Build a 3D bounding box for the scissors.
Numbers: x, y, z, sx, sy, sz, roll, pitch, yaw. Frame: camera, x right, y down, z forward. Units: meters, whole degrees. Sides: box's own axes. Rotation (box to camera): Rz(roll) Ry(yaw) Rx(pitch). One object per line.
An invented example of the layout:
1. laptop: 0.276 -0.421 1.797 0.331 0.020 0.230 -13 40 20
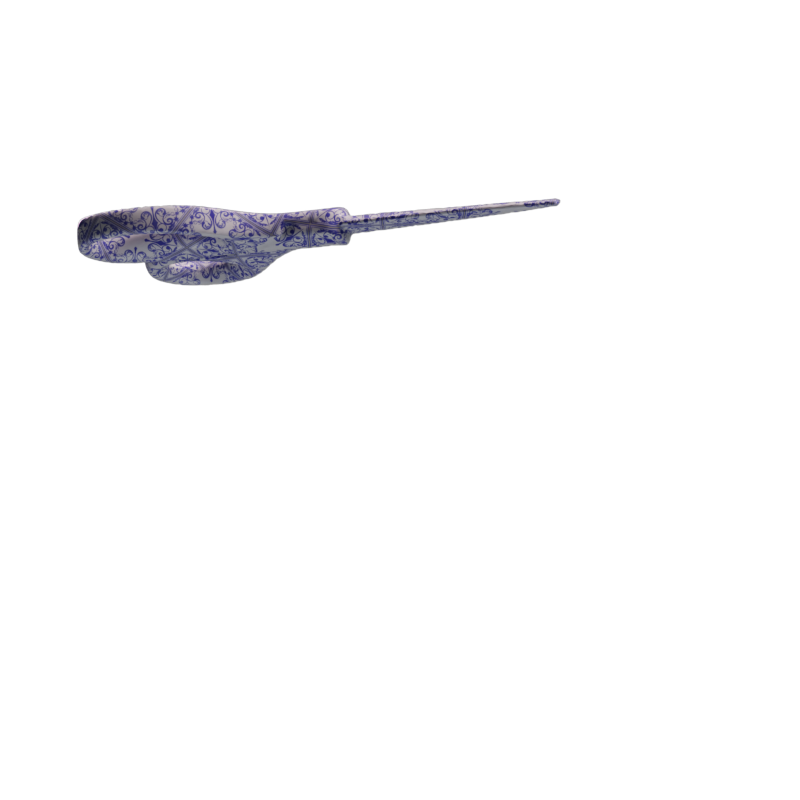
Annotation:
1. scissors: -0.038 -0.069 0.486 0.203 0.016 0.093 -1 -9 4
